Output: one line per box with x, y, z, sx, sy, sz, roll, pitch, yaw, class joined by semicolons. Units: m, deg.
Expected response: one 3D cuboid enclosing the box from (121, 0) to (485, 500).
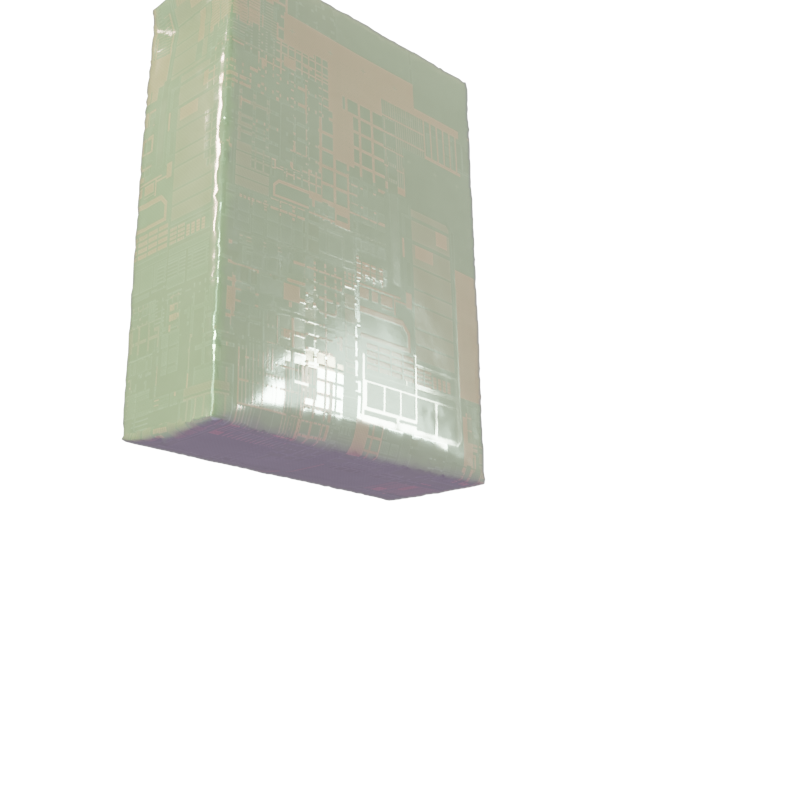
-0.040;-0.073;0.515;0.154;0.225;0.072;18;-29;-42;box
